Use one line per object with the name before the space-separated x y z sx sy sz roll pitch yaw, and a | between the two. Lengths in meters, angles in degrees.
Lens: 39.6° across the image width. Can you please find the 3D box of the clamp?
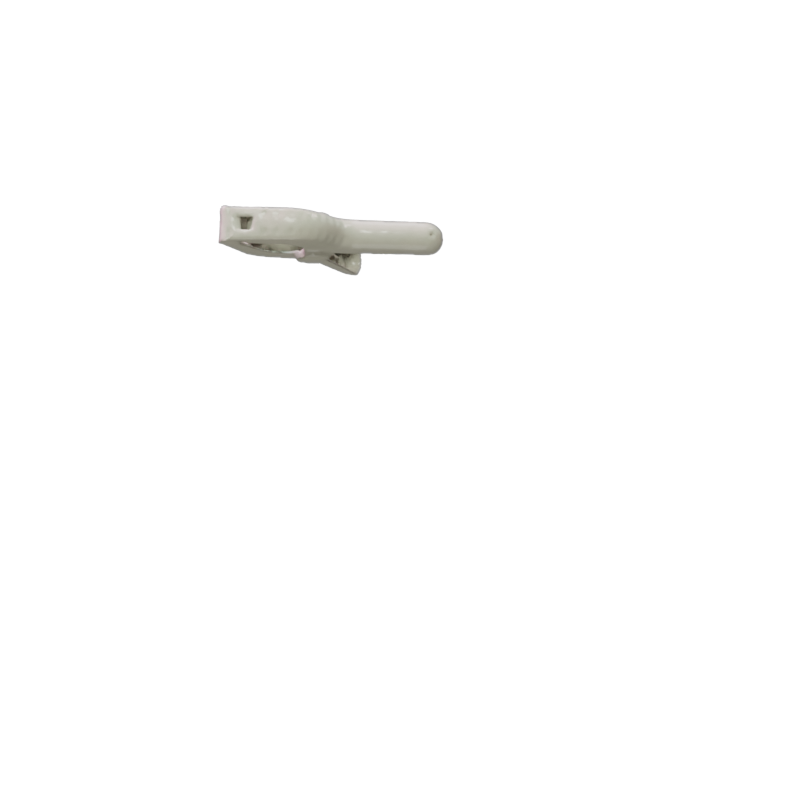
clamp | -0.067 -0.123 0.860 0.165 0.041 0.120 6 -14 -26
